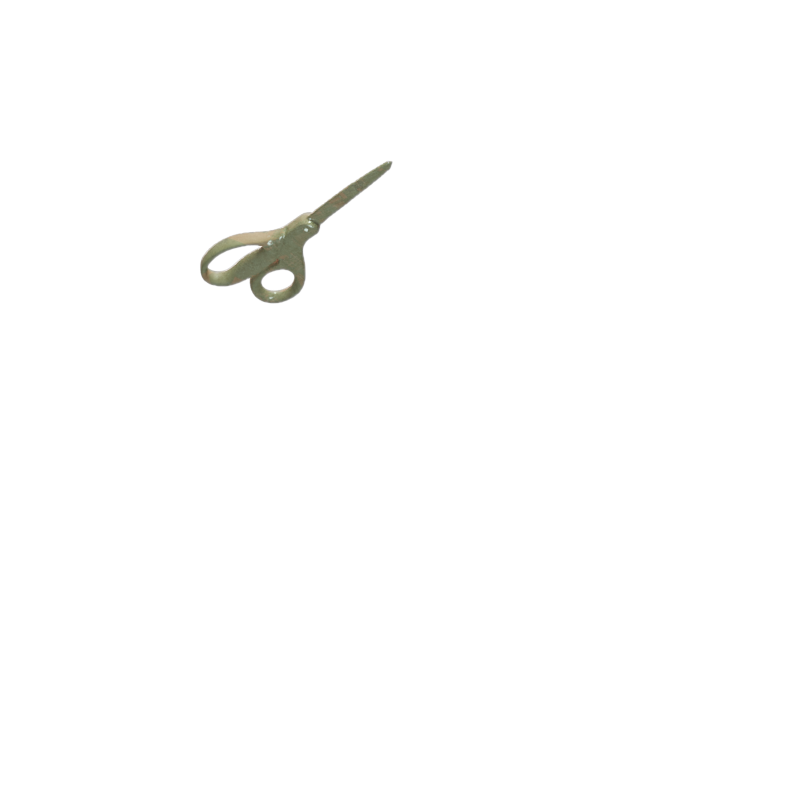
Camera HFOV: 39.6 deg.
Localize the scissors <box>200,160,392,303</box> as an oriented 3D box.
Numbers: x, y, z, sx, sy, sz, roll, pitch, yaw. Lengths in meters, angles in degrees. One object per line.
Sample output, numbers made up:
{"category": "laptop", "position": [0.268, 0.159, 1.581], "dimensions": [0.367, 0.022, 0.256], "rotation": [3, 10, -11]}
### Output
{"category": "scissors", "position": [-0.070, -0.128, 0.894], "dimensions": [0.203, 0.017, 0.089], "rotation": [-19, -38, 26]}
